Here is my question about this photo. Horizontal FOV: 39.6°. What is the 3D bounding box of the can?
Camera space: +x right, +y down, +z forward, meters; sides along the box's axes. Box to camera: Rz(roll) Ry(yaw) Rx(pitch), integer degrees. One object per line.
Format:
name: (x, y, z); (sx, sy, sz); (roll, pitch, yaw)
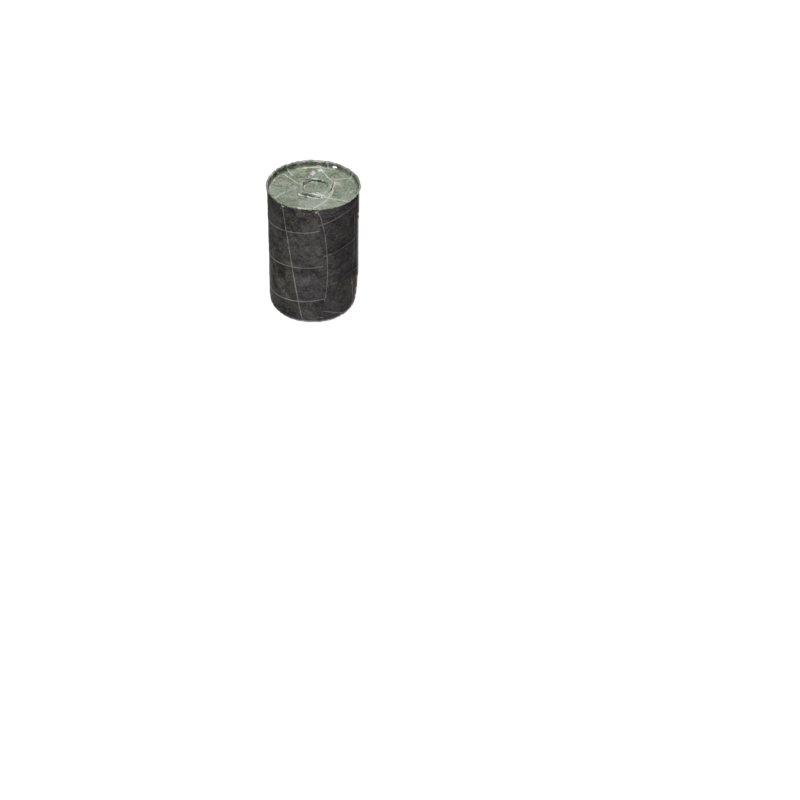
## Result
can: (-0.064, -0.117, 0.821); (0.068, 0.095, 0.073); (0, 39, -3)
